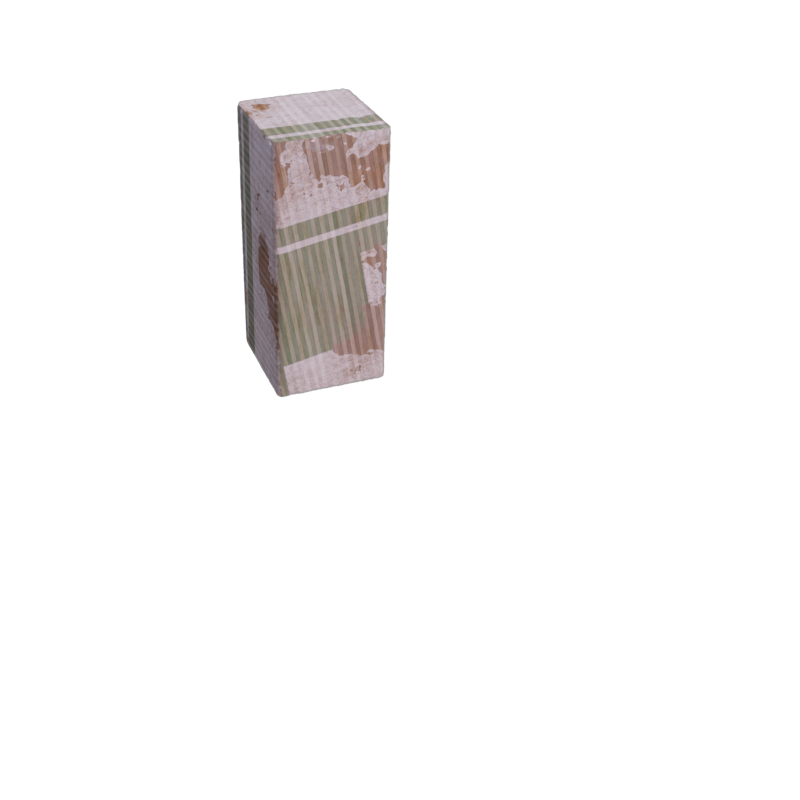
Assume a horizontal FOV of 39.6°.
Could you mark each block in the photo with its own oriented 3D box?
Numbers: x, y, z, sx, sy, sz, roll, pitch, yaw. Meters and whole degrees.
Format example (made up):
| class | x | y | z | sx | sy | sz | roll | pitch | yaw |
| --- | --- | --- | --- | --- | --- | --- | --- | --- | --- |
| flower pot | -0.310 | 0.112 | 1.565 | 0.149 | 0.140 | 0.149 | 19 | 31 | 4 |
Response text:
| class | x | y | z | sx | sy | sz | roll | pitch | yaw |
| --- | --- | --- | --- | --- | --- | --- | --- | --- | --- |
| block | -0.066 | -0.119 | 0.836 | 0.089 | 0.194 | 0.098 | -10 | 32 | -20 |
